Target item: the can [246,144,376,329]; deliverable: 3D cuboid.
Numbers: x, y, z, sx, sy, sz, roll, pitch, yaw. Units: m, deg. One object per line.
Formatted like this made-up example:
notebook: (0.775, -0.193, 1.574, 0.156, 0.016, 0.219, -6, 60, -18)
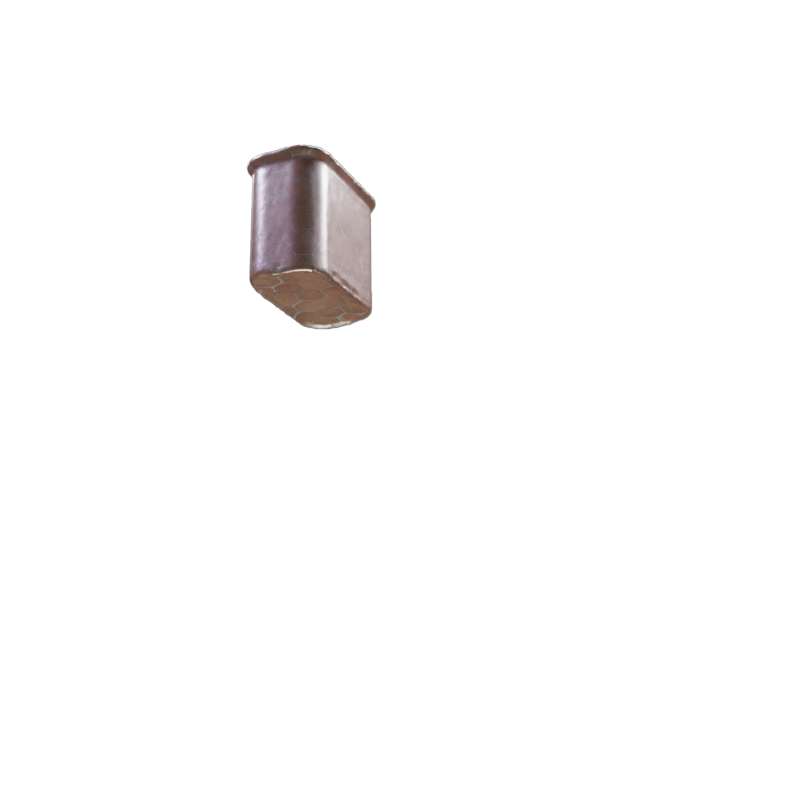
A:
can: (-0.056, -0.101, 0.709, 0.058, 0.088, 0.095, -11, -24, 23)
